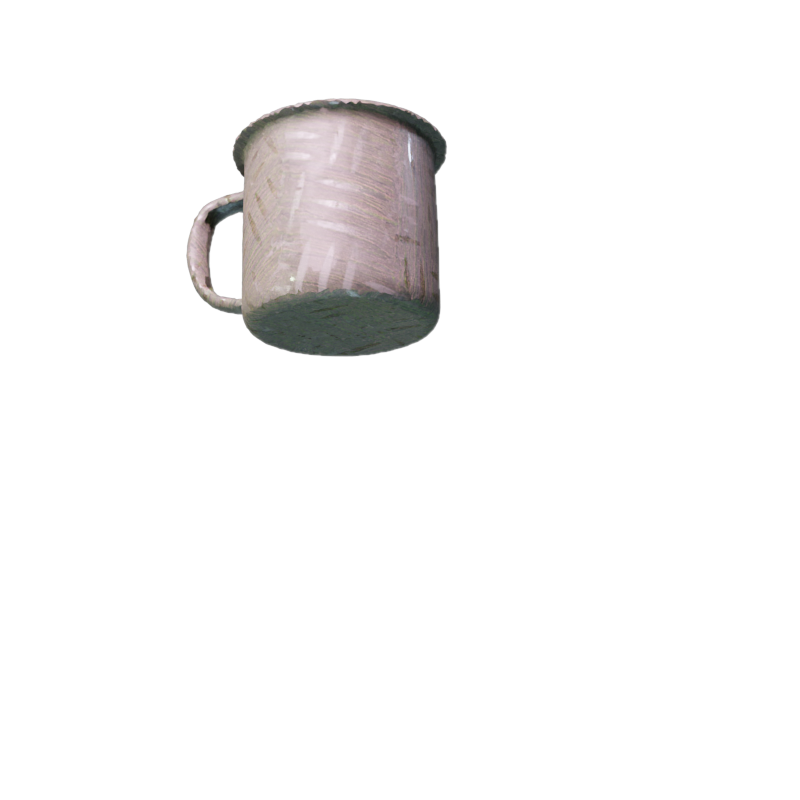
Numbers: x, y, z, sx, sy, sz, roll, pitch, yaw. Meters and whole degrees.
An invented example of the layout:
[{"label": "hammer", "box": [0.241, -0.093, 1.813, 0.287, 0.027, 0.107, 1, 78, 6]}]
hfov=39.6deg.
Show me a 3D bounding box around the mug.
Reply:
[{"label": "mug", "box": [-0.037, -0.067, 0.470, 0.119, 0.086, 0.087, -6, -20, 16]}]
